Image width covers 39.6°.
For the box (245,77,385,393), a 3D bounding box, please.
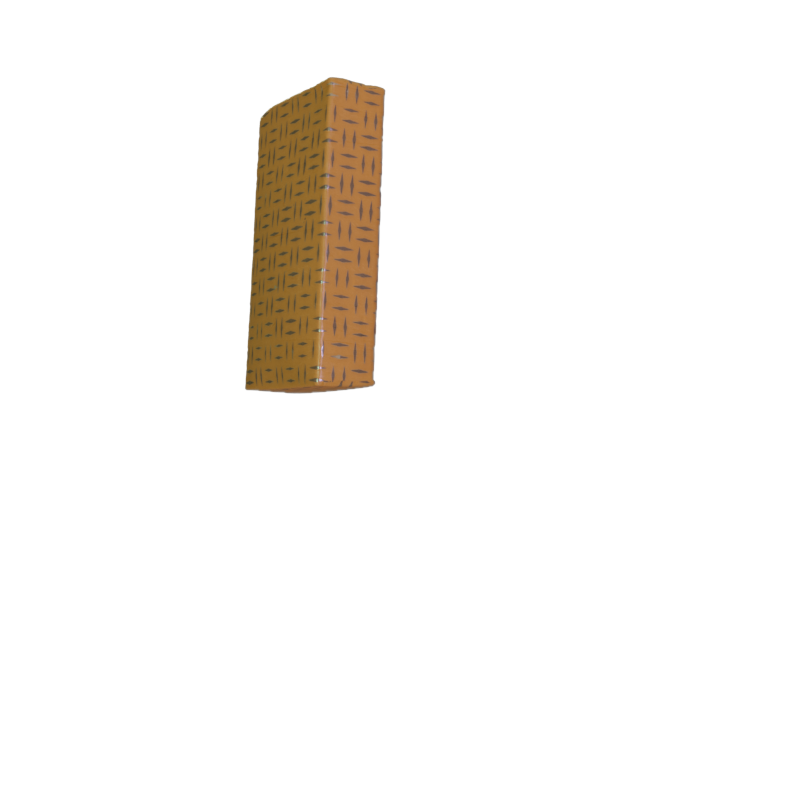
[{"bbox_3d":[-0.052,-0.094,0.659,0.046,0.180,0.095,5,-10,-32],"label":"box"}]
